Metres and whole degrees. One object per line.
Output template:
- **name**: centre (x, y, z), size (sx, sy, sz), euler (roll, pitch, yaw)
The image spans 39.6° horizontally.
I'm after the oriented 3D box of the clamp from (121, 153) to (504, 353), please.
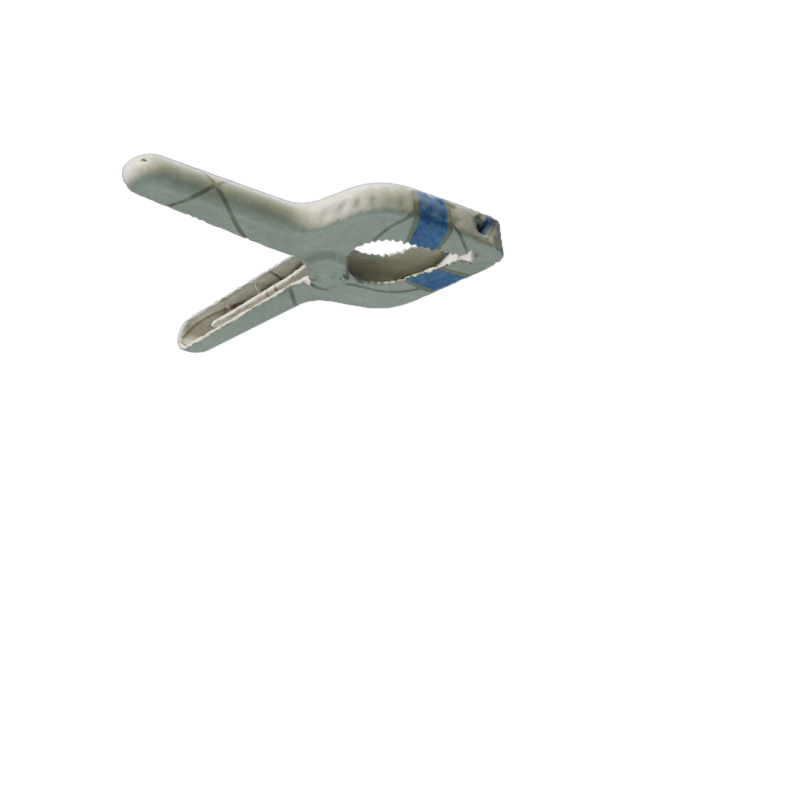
- **clamp**: centre (-0.049, -0.090, 0.632), size (0.212, 0.039, 0.152), euler (-6, -35, 9)
